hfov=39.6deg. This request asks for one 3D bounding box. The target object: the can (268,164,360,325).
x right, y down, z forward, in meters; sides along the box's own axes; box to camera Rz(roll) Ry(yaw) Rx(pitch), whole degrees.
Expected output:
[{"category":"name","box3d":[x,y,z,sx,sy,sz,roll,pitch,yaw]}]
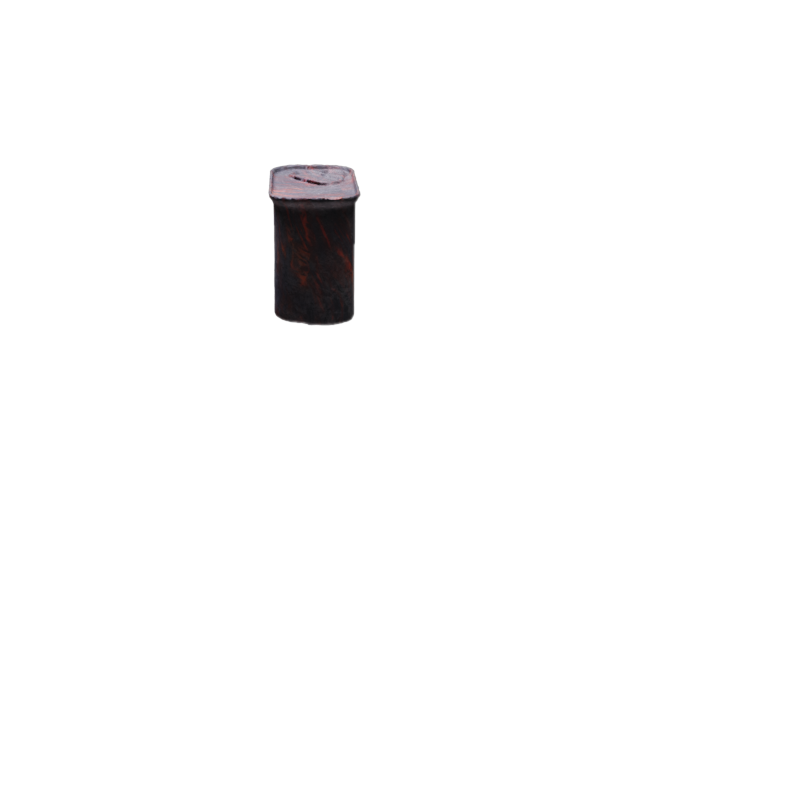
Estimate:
[{"category":"can","box3d":[-0.057,-0.104,0.731,0.057,0.080,0.107,-1,21,-5]}]
